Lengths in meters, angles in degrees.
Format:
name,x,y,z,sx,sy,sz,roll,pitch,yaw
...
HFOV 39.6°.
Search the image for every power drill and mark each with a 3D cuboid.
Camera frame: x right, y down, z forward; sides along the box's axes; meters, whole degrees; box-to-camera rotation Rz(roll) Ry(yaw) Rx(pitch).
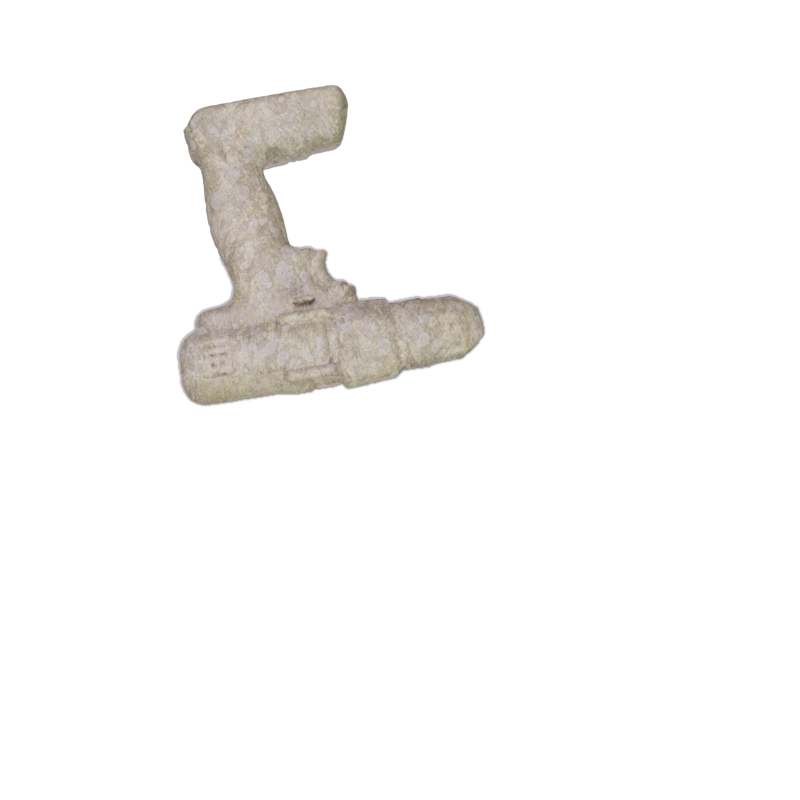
name,x,y,z,sx,sy,sz,roll,pitch,yaw
power drill,-0.054,-0.098,0.687,0.184,0.196,0.055,-10,-17,-3
